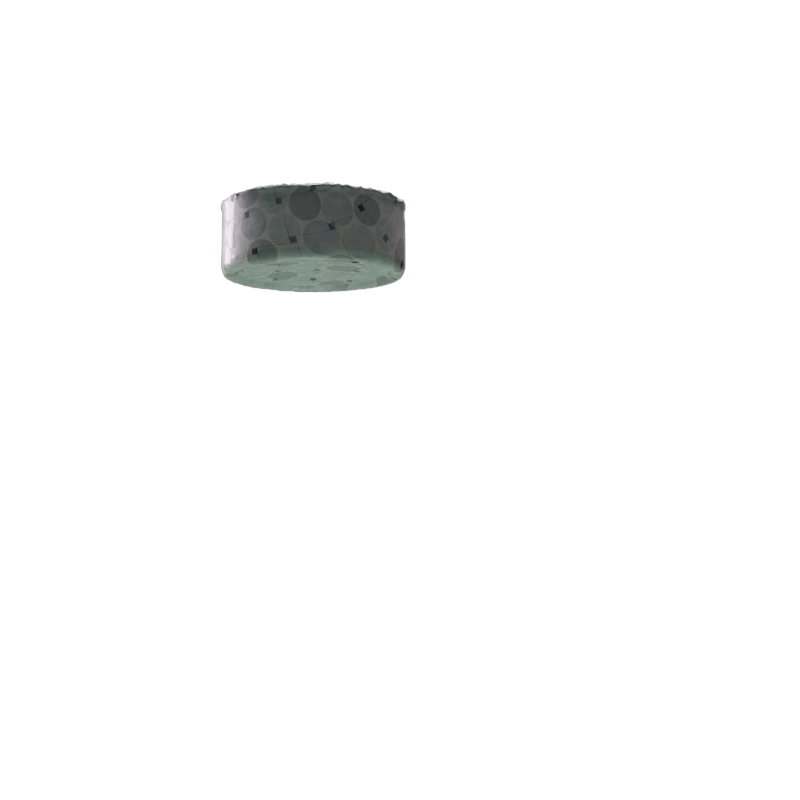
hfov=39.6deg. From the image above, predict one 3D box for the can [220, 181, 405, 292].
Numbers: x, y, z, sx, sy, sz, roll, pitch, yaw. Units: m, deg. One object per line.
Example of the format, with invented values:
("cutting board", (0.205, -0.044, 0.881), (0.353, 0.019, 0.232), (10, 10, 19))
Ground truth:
("can", (-0.040, -0.073, 0.510), (0.086, 0.034, 0.084), (0, -6, -2))
